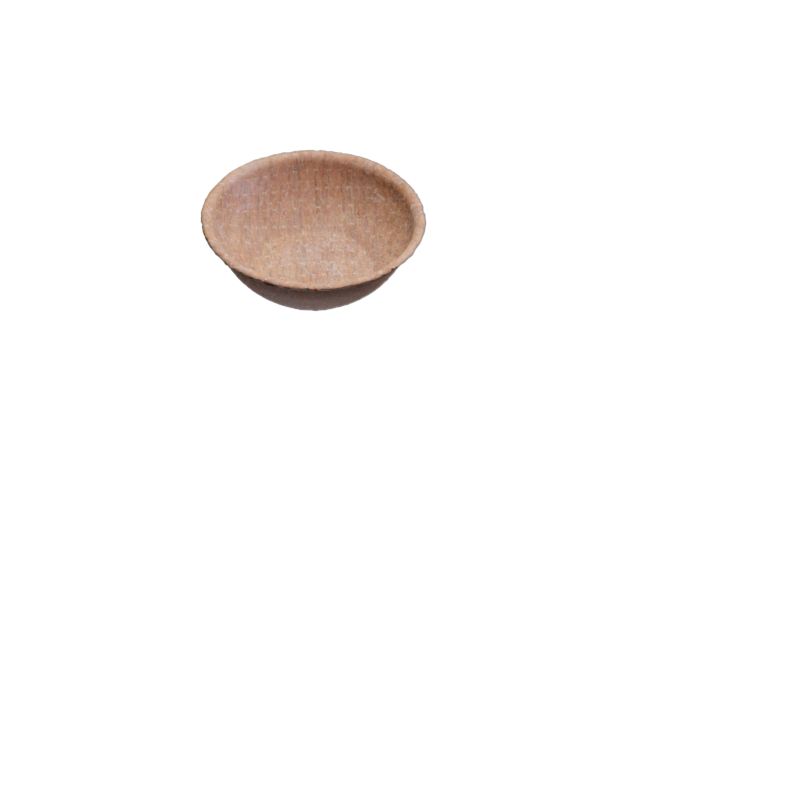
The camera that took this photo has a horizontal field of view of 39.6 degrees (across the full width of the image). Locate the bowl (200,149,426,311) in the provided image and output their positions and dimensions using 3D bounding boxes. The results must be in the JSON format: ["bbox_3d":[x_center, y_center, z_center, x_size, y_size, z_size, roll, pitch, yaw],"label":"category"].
[{"bbox_3d":[-0.064,-0.116,0.812,0.162,0.051,0.174,-1,44,-1],"label":"bowl"}]
